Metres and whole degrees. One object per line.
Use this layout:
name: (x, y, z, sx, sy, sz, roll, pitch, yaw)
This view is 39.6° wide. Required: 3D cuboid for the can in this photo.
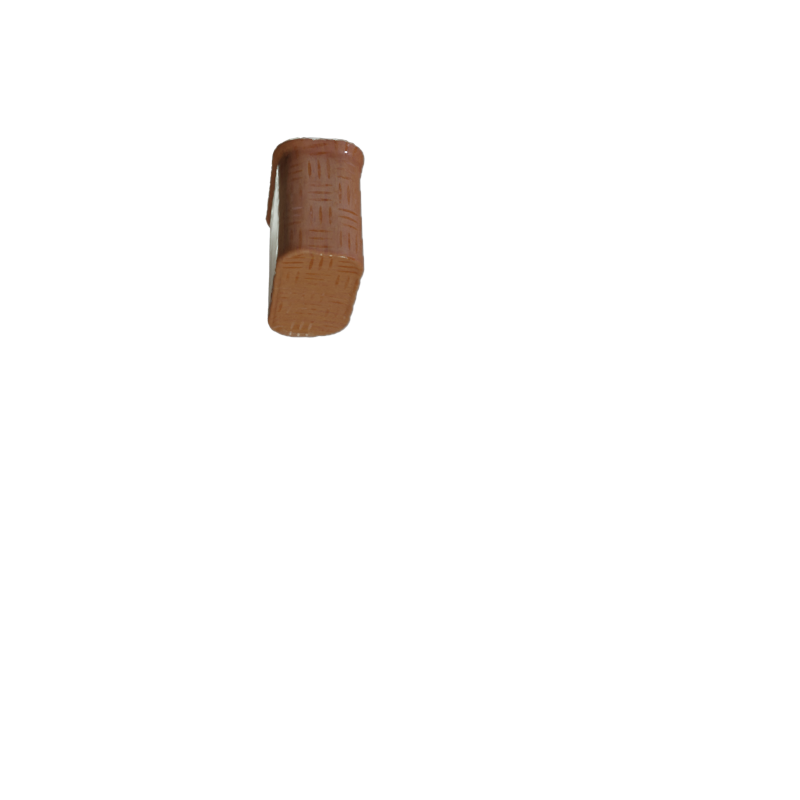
can: (-0.054, -0.098, 0.686, 0.057, 0.089, 0.096, 3, -31, -8)
